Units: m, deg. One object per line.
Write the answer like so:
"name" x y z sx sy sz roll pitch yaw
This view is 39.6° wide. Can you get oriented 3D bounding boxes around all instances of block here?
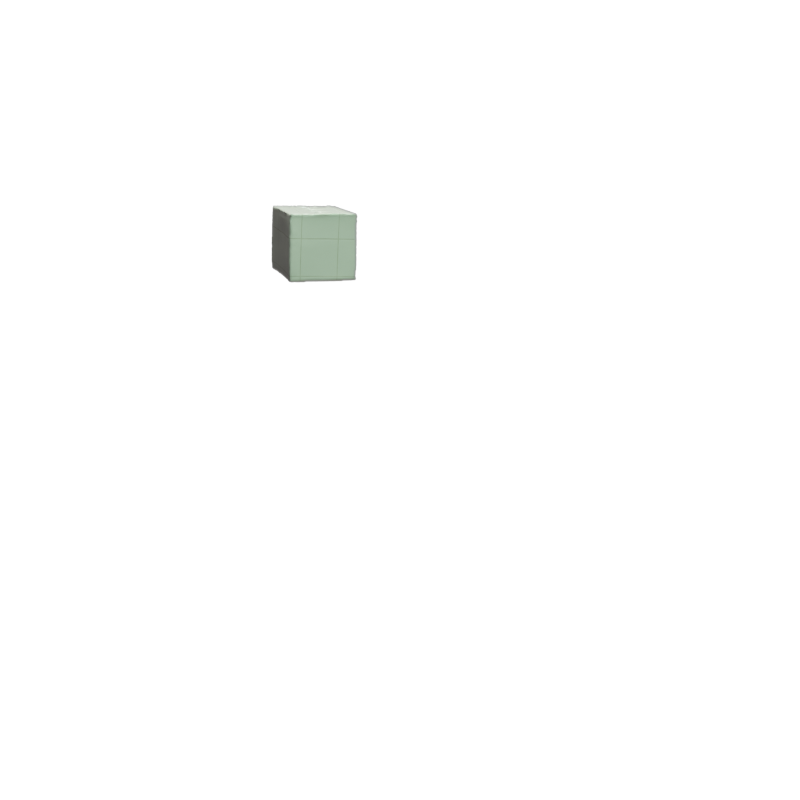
"block" -0.067 -0.122 0.851 0.052 0.050 0.081 -3 12 -15
